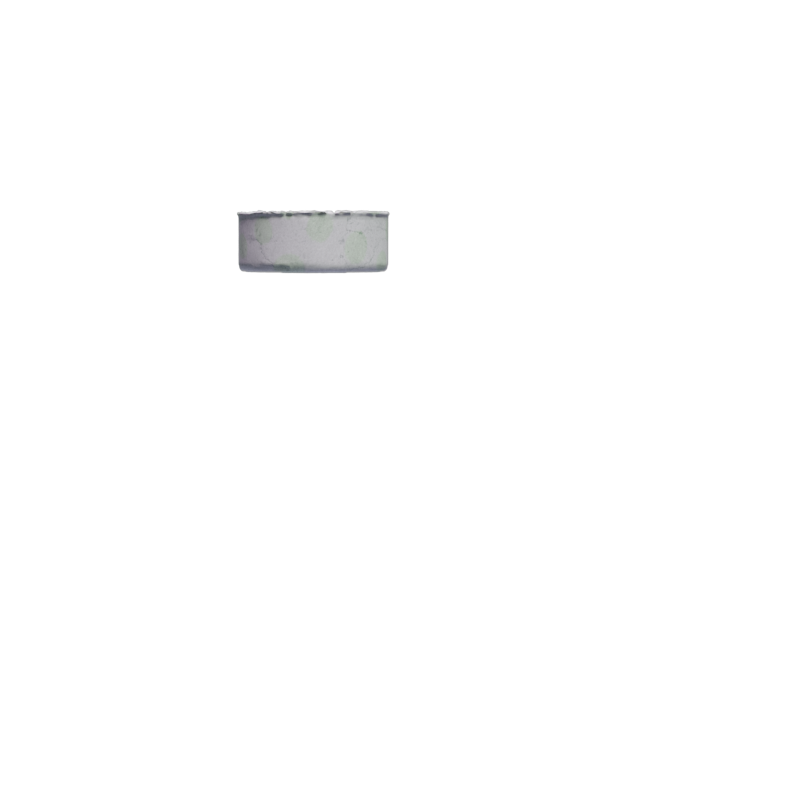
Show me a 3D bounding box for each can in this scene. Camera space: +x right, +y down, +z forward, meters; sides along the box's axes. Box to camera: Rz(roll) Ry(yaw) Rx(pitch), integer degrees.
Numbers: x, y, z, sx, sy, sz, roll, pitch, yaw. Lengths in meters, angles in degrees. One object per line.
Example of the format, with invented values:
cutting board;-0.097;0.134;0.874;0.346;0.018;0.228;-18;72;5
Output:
can;-0.049;-0.089;0.624;0.086;0.033;0.087;0;7;-2
